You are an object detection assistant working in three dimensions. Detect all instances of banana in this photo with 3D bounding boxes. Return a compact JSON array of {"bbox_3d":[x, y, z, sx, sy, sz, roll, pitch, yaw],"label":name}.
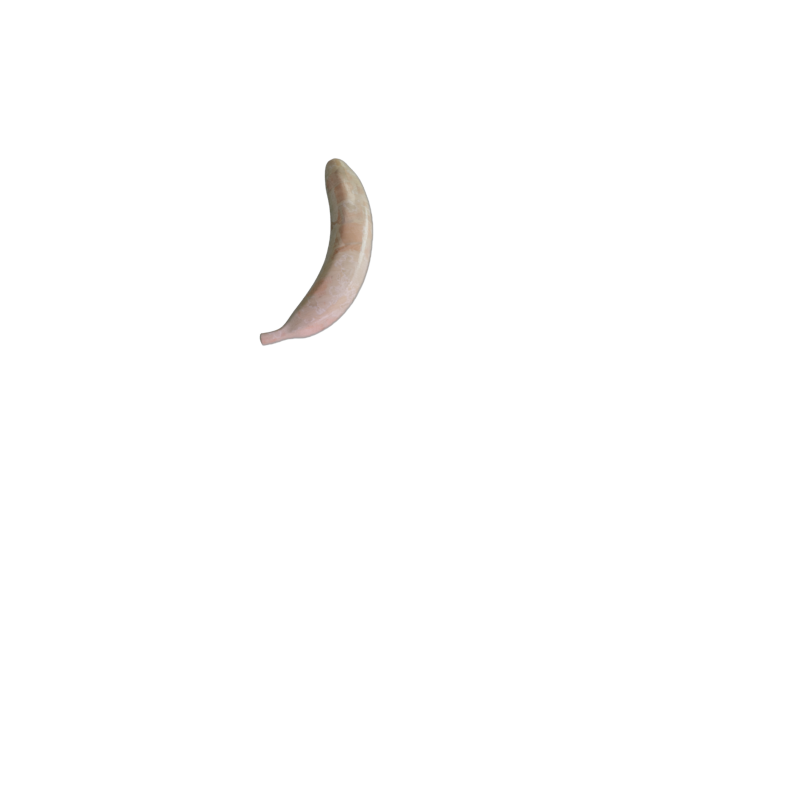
[{"bbox_3d":[-0.058,-0.128,0.952,0.071,0.207,0.034,14,-31,7],"label":"banana"}]
